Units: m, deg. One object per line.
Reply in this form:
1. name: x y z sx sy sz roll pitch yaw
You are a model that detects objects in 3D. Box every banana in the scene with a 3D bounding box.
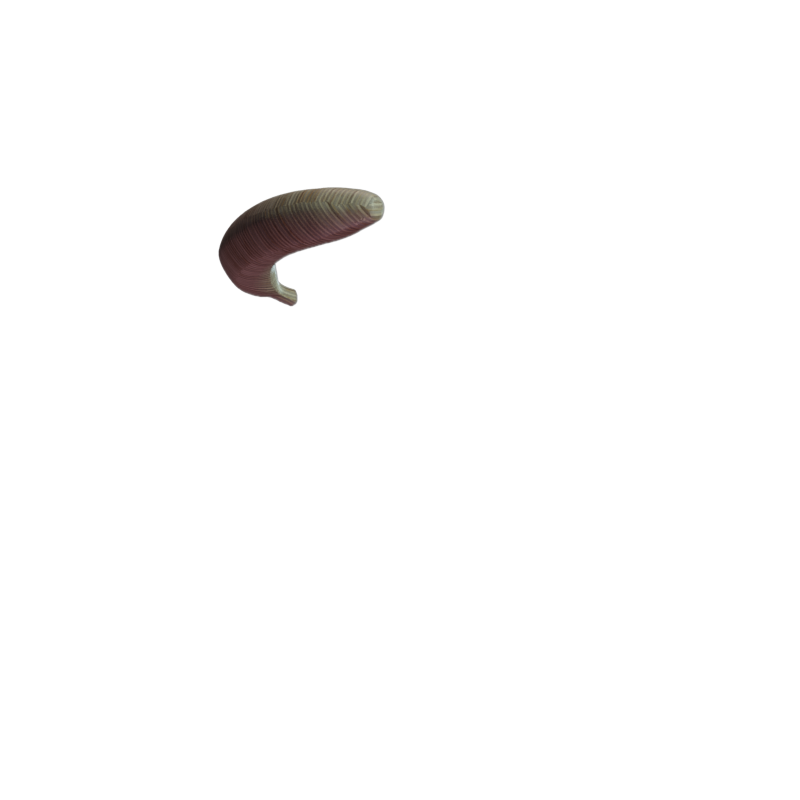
1. banana: -0.073 -0.098 0.687 0.068 0.038 0.197 3 -10 -19
